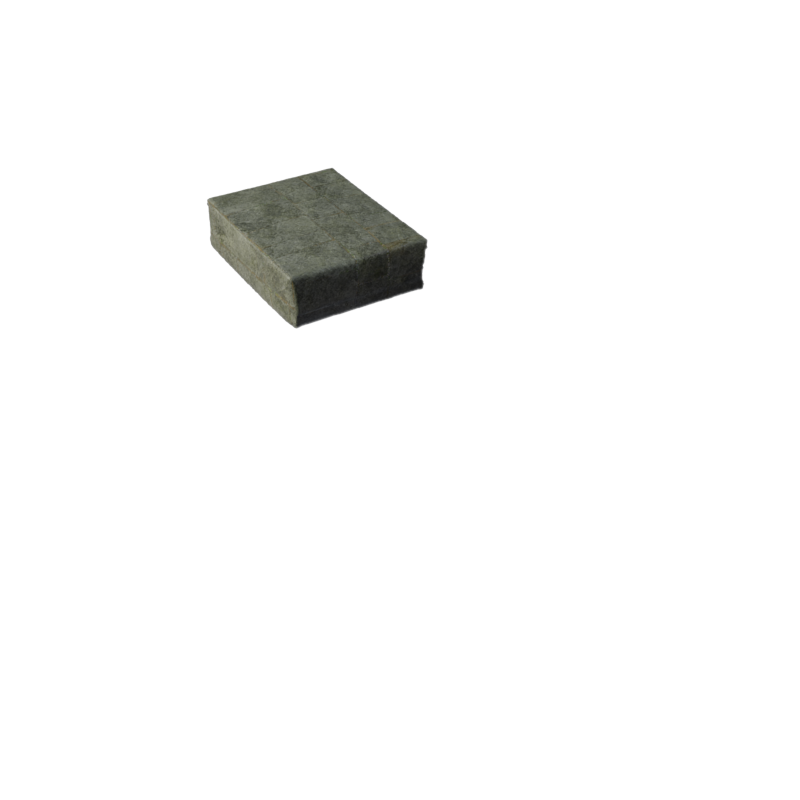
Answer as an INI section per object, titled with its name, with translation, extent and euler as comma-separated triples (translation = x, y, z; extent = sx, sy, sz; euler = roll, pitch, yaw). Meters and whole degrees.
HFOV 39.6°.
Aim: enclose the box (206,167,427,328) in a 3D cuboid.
[box]
translation = -0.052, -0.094, 0.662
extent = 0.089, 0.036, 0.123
euler = -20, 41, -25
